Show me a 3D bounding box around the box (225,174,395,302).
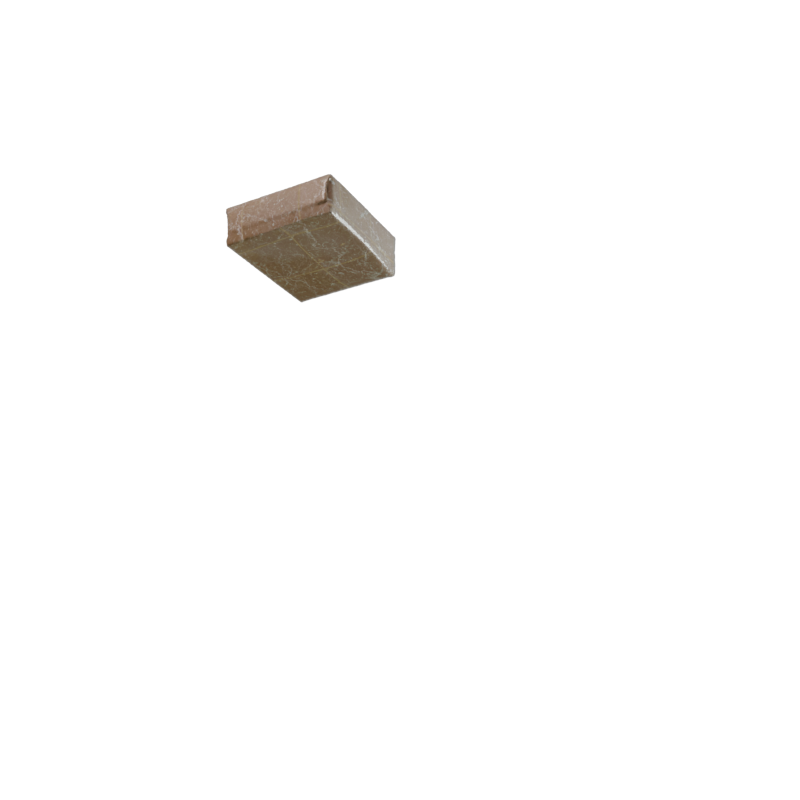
[{"bbox_3d":[-0.066,-0.120,0.843,0.091,0.041,0.105,-13,-29,24],"label":"box"}]
